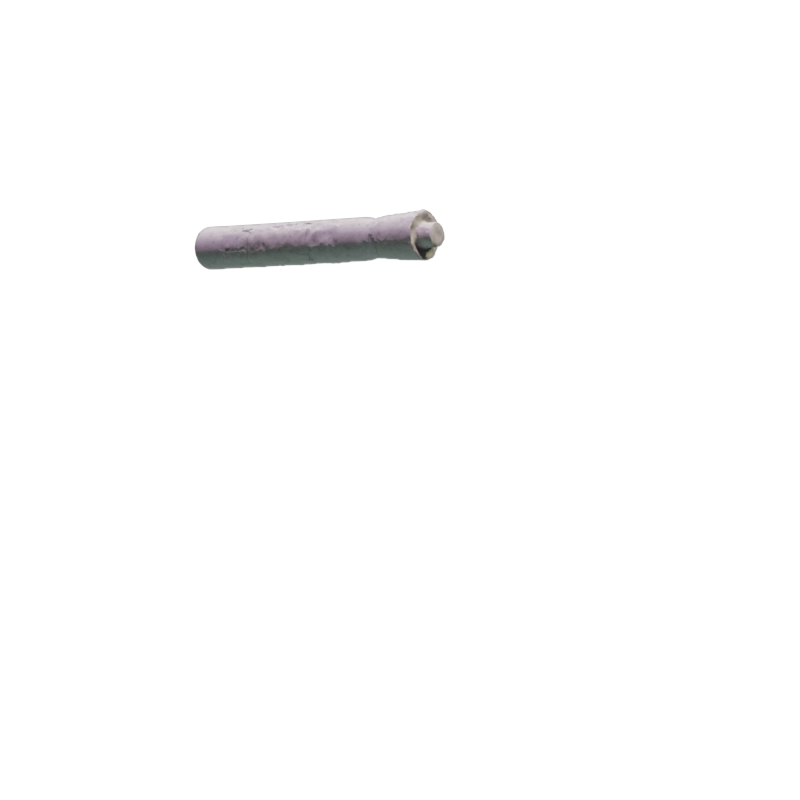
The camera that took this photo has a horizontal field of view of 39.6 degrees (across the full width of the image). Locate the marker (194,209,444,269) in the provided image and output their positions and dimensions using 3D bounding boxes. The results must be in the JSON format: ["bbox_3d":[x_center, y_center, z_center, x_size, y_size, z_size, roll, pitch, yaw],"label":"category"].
[{"bbox_3d":[-0.035,-0.063,0.443,0.126,0.020,0.019,3,5,40],"label":"marker"}]
